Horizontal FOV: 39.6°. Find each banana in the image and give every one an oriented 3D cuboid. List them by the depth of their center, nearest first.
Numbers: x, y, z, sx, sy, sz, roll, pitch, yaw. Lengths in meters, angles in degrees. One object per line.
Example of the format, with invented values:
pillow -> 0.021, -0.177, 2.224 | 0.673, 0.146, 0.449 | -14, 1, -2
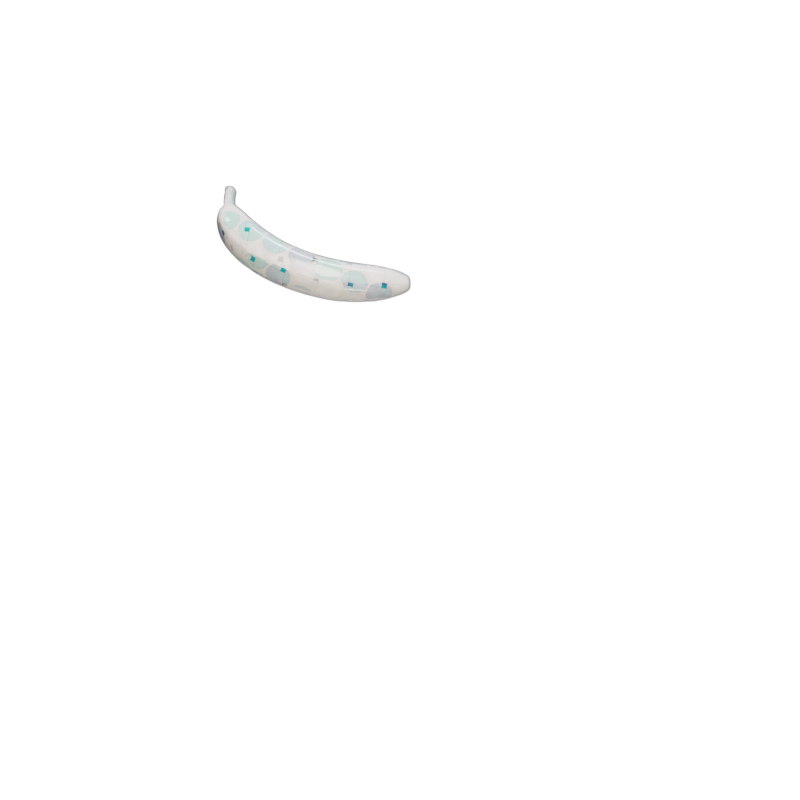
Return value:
banana -> -0.090, -0.128, 0.980 | 0.204, 0.071, 0.035 | 29, -24, 14
